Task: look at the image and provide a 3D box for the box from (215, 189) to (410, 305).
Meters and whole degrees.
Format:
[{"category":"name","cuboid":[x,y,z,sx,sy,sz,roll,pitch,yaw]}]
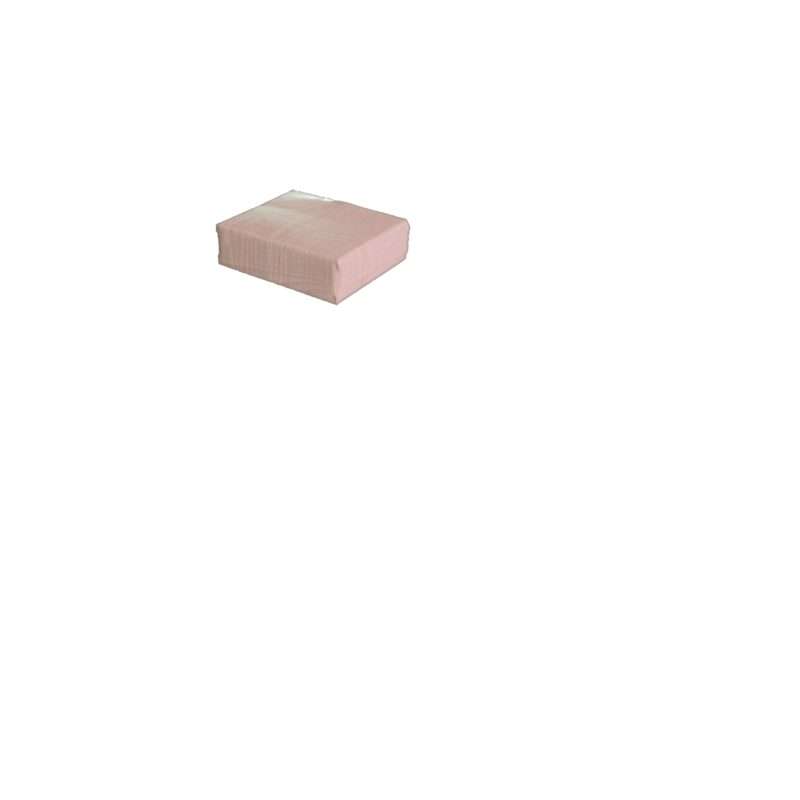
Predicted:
[{"category":"box","cuboid":[-0.050,-0.092,0.647,0.094,0.028,0.073,19,34,30]}]
